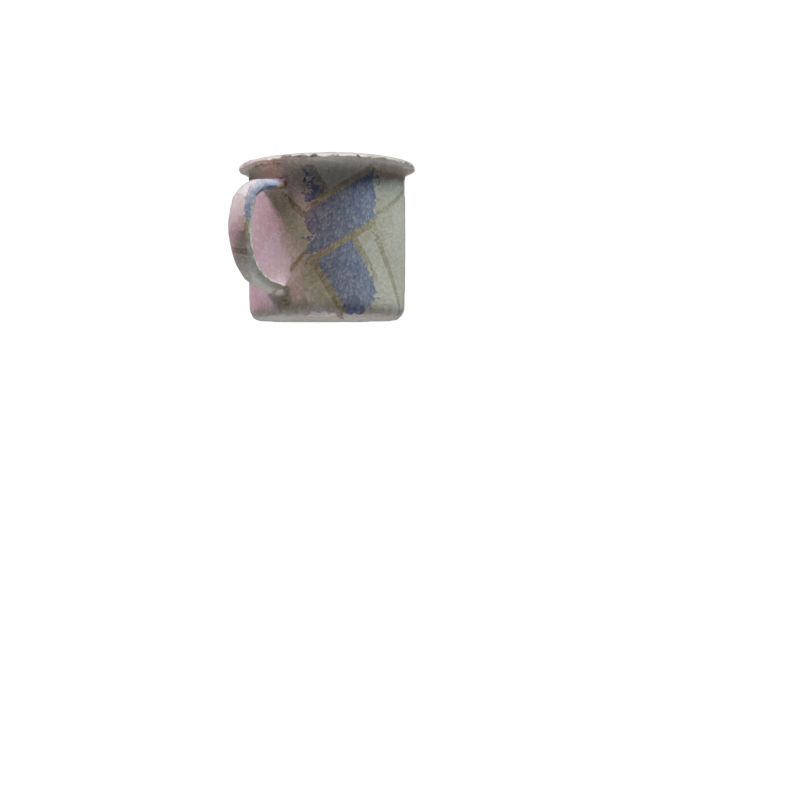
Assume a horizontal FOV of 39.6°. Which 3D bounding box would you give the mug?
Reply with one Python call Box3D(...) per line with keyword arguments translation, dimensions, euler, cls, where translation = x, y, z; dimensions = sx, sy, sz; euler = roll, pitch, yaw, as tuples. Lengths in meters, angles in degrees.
Box3D(translation=(-0.045, -0.082, 0.574), dimensions=(0.096, 0.082, 0.112), euler=(-1, -1, 34), cls="mug")
